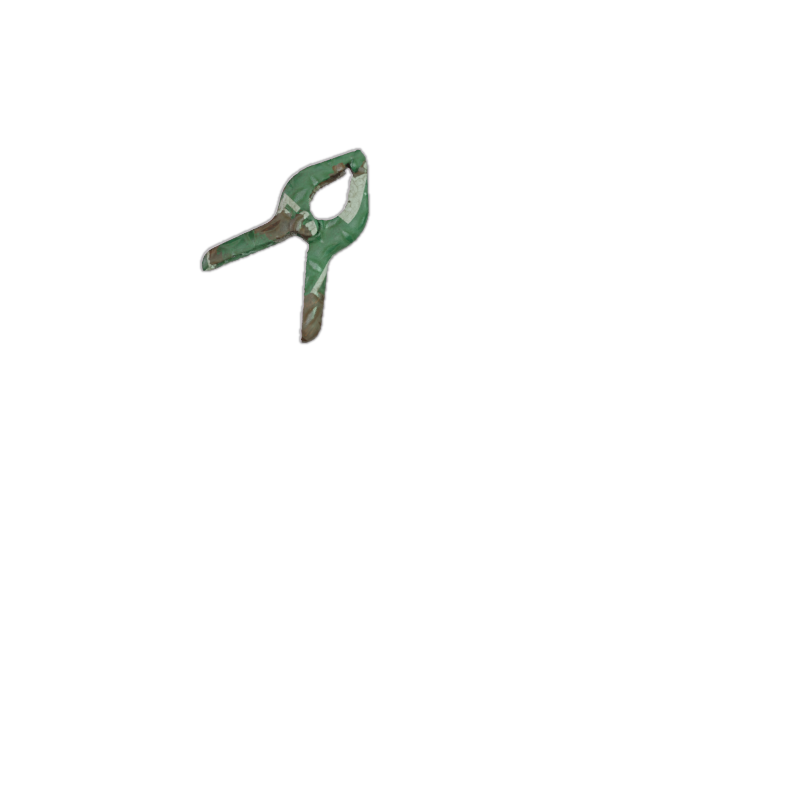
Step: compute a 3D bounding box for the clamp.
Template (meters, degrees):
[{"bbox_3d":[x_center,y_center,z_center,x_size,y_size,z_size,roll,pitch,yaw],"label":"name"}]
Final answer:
[{"bbox_3d":[-0.075,-0.138,0.964,0.120,0.172,0.039,44,-2,1],"label":"clamp"}]
